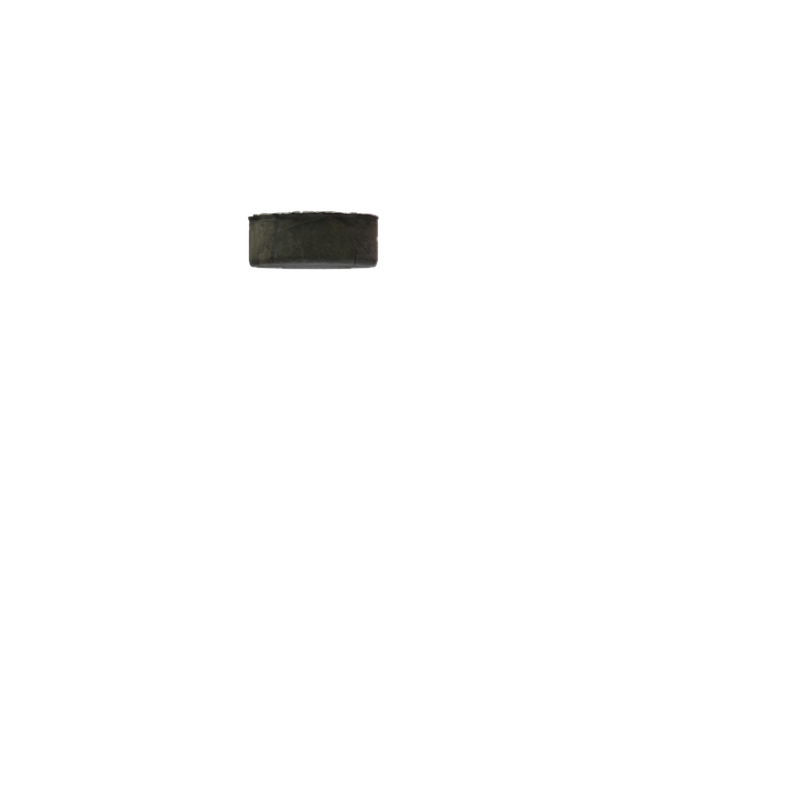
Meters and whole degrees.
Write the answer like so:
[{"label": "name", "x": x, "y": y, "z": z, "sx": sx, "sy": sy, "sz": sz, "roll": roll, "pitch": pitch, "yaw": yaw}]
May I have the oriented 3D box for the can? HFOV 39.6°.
[{"label": "can", "x": -0.057, "y": -0.103, "z": 0.723, "sx": 0.086, "sy": 0.034, "sz": 0.086, "roll": 0, "pitch": 4, "yaw": -2}]
